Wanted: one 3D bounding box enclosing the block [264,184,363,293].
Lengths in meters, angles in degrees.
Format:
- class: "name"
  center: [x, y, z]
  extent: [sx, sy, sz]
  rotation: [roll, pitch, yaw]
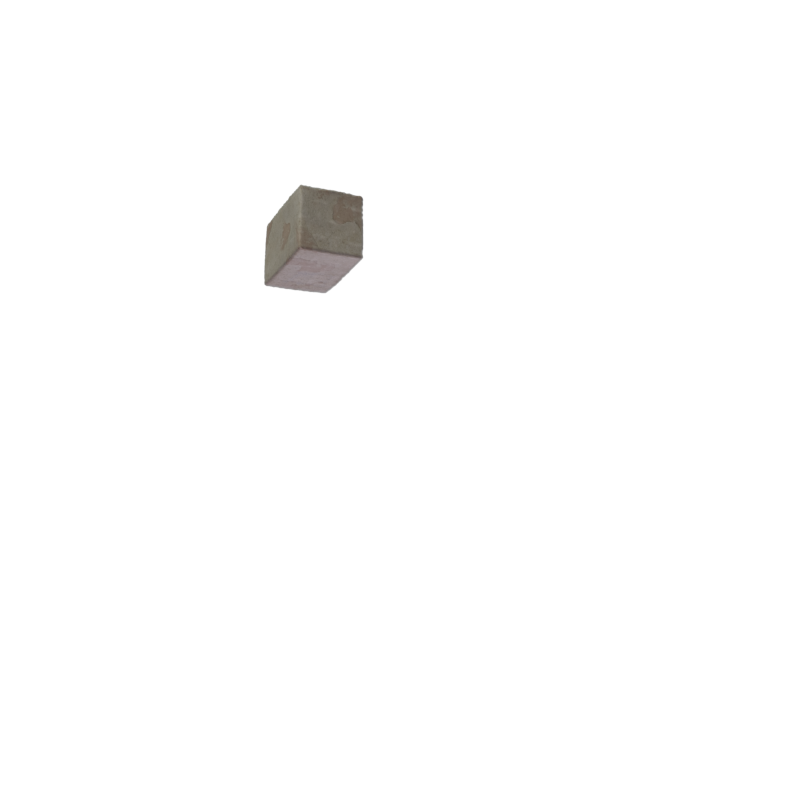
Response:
- class: "block"
  center: [-0.066, -0.120, 0.839]
  extent: [0.051, 0.054, 0.077]
  rotation: [8, -22, -23]
